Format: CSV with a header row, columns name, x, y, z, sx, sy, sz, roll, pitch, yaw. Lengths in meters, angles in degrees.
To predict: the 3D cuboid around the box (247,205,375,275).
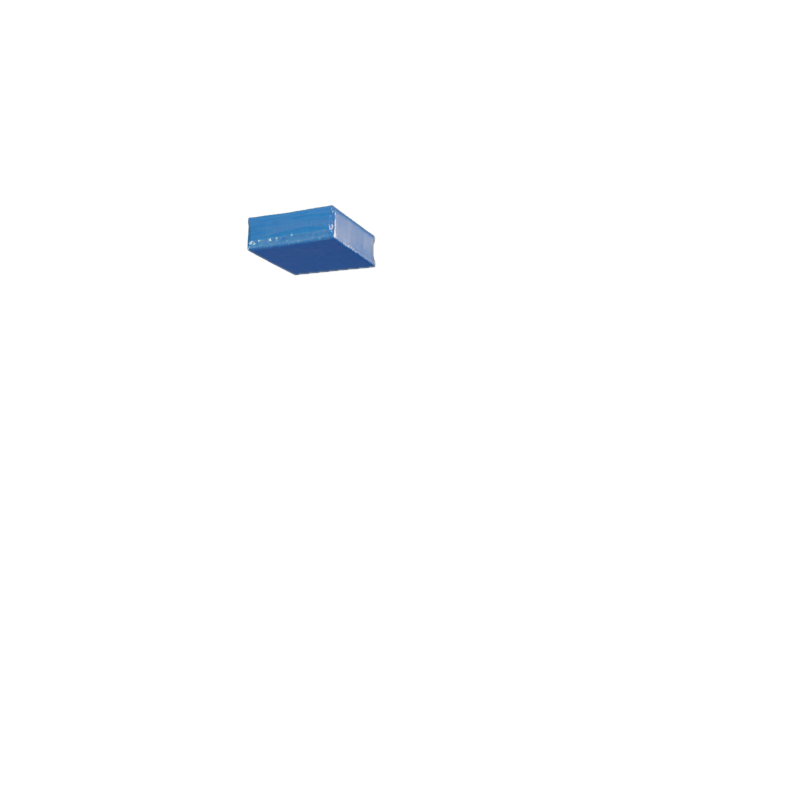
name,x,y,z,sx,sy,sz,roll,pitch,yaw
box,-0.069,-0.125,0.878,0.075,0.031,0.084,-4,-10,23
